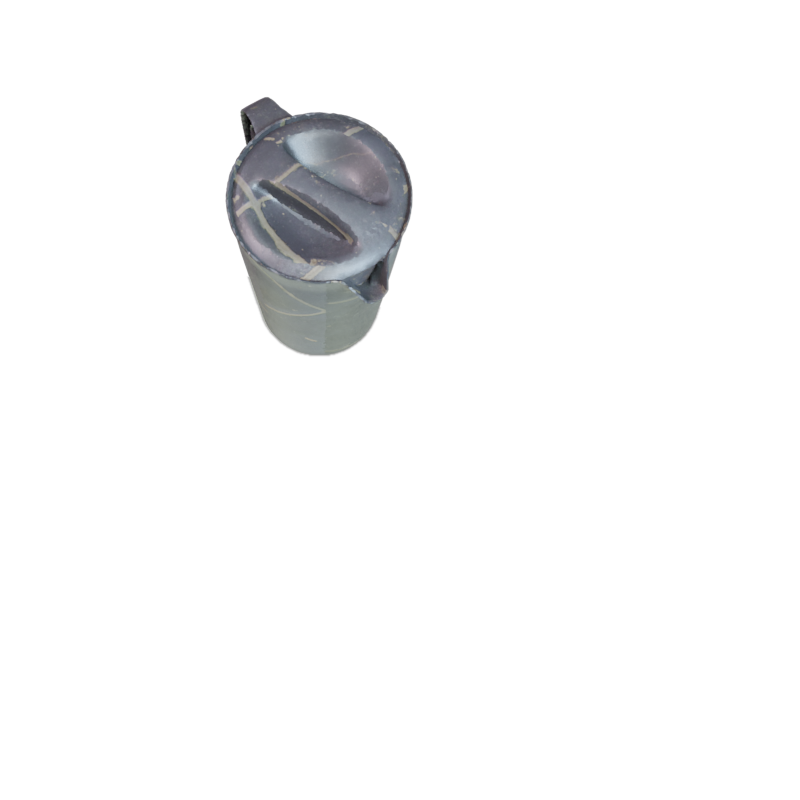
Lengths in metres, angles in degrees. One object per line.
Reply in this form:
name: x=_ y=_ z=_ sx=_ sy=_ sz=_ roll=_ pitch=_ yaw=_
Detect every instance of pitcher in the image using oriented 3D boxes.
pitcher: x=-0.070 y=-0.128 z=0.894 sx=0.146 sy=0.155 sz=0.233 roll=13 pitch=-17 yaw=1
